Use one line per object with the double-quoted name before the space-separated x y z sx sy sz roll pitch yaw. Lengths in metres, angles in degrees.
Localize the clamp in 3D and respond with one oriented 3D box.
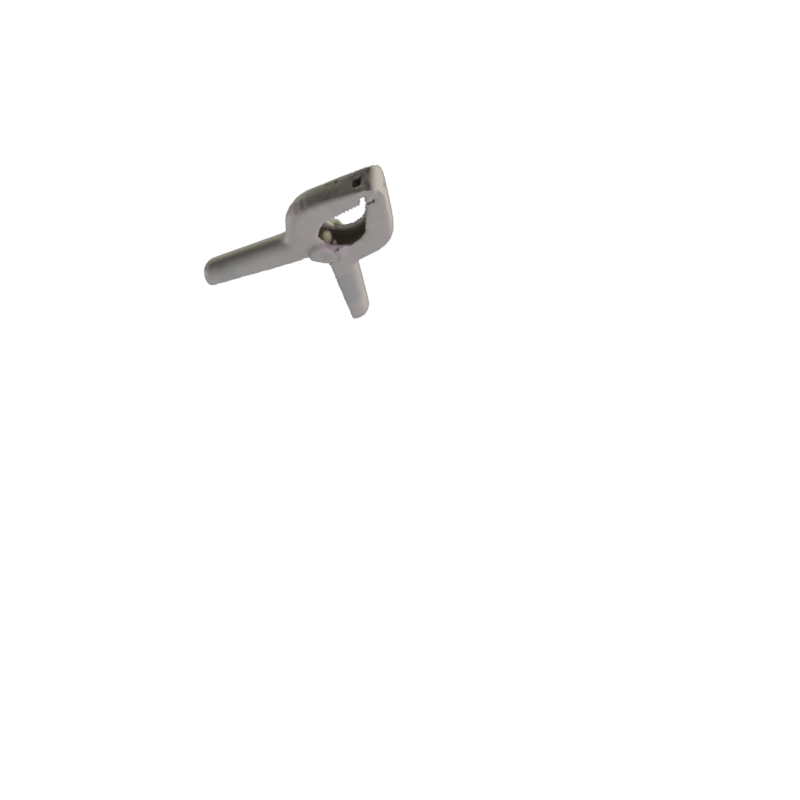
"clamp" -0.077 -0.140 0.980 0.160 0.039 0.202 9 -29 -17
